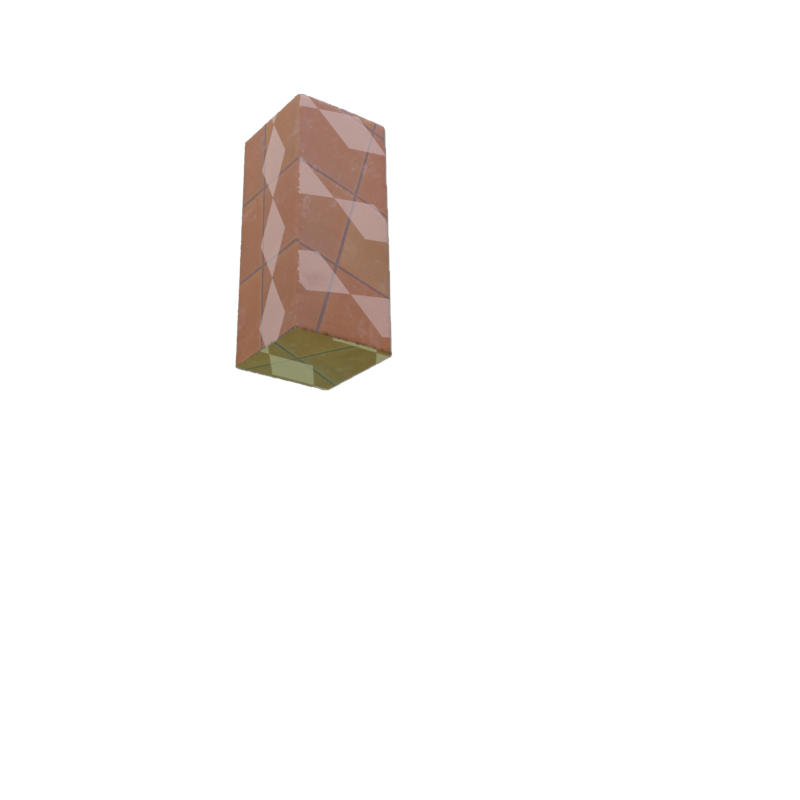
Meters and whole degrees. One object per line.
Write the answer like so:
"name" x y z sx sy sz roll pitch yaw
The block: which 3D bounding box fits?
"block" -0.069 -0.126 0.885 0.086 0.219 0.090 17 -32 -33
